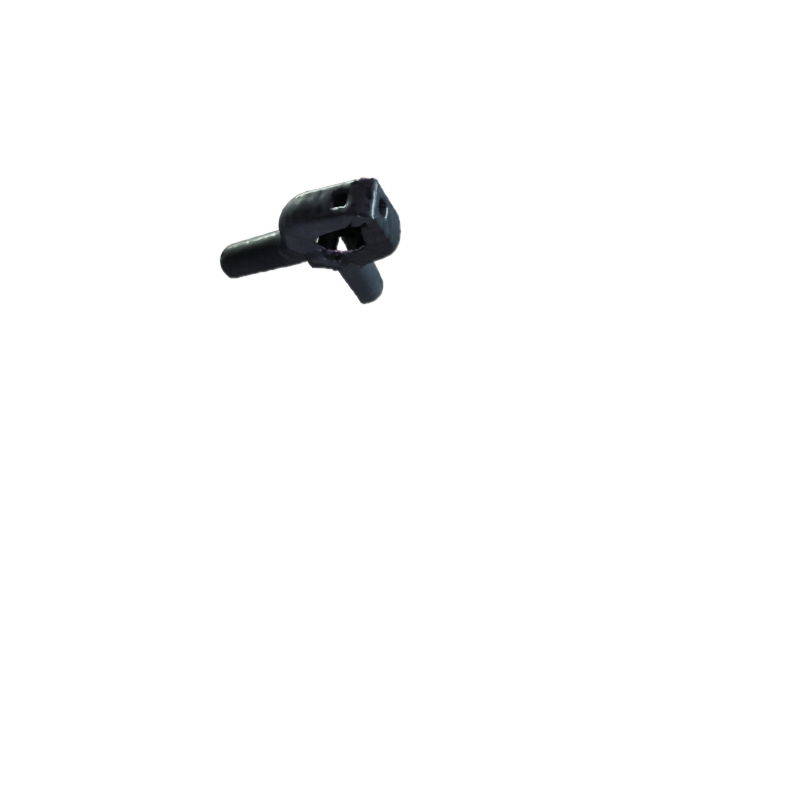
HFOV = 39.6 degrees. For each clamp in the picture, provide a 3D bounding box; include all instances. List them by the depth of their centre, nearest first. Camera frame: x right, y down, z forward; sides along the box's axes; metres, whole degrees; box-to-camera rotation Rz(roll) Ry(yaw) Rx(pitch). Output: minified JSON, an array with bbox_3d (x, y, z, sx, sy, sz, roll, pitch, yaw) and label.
[{"bbox_3d":[-0.058,-0.106,0.742,0.119,0.041,0.166,3,-17,-10],"label":"clamp"}]
